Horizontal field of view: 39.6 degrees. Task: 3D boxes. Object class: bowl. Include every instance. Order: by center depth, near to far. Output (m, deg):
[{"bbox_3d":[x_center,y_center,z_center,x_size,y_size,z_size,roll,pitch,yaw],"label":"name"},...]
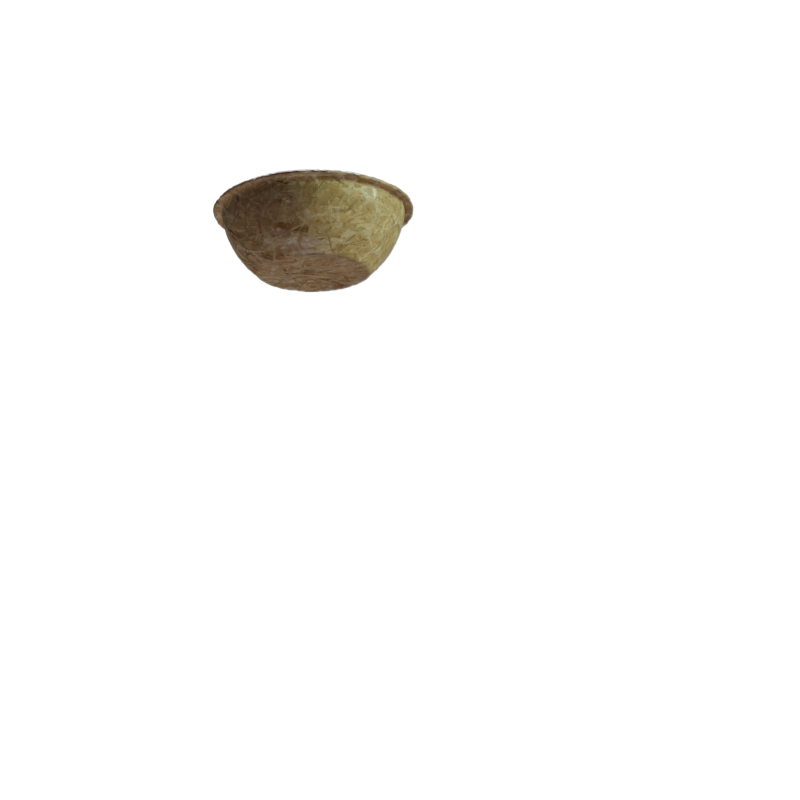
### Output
[{"bbox_3d":[-0.069,-0.127,0.887,0.162,0.057,0.156,0,-15,-2],"label":"bowl"}]
